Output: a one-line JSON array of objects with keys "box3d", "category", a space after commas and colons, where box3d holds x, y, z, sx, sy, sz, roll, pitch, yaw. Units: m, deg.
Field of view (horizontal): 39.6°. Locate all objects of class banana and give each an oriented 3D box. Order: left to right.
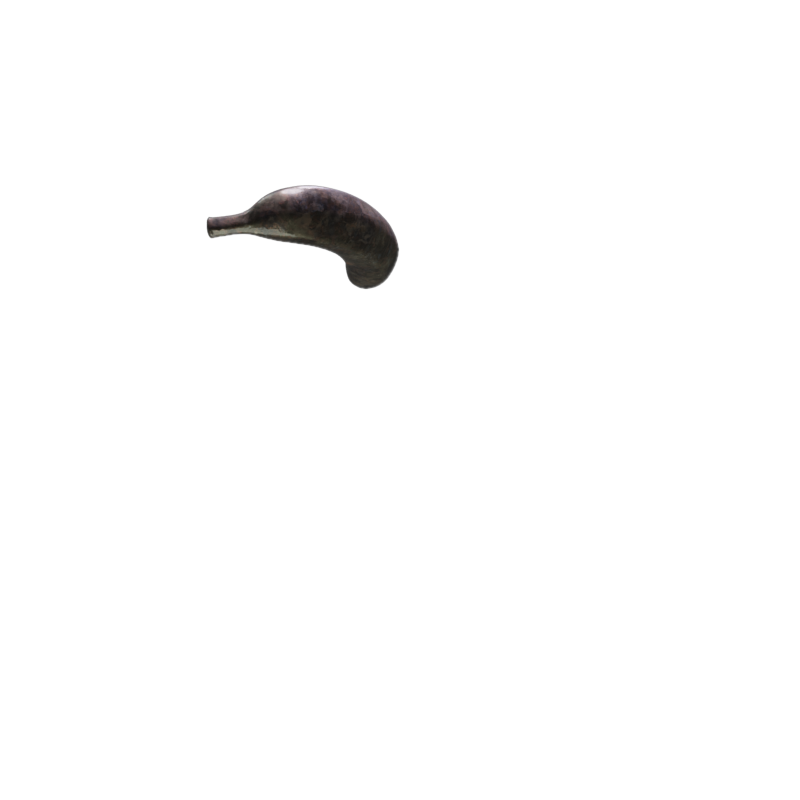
[{"box3d": [-0.040, -0.103, 0.697, 0.071, 0.038, 0.188, -4, -8, 26], "category": "banana"}]
